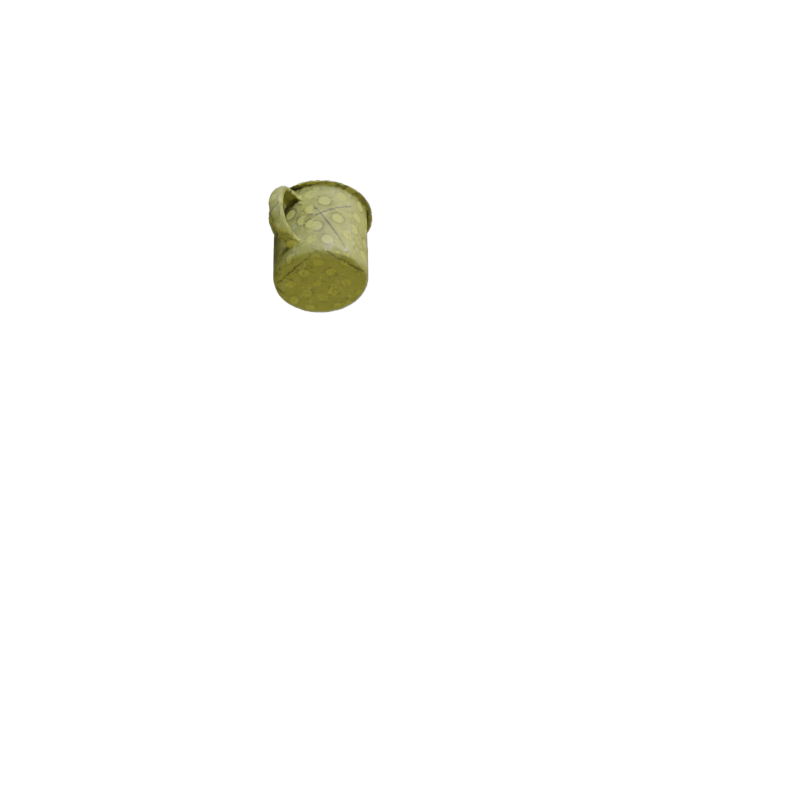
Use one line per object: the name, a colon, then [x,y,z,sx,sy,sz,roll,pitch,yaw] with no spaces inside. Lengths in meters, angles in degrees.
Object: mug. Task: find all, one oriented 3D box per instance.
mug: [-0.075,-0.137,0.958,0.094,0.087,0.108,-21,-44,22]
